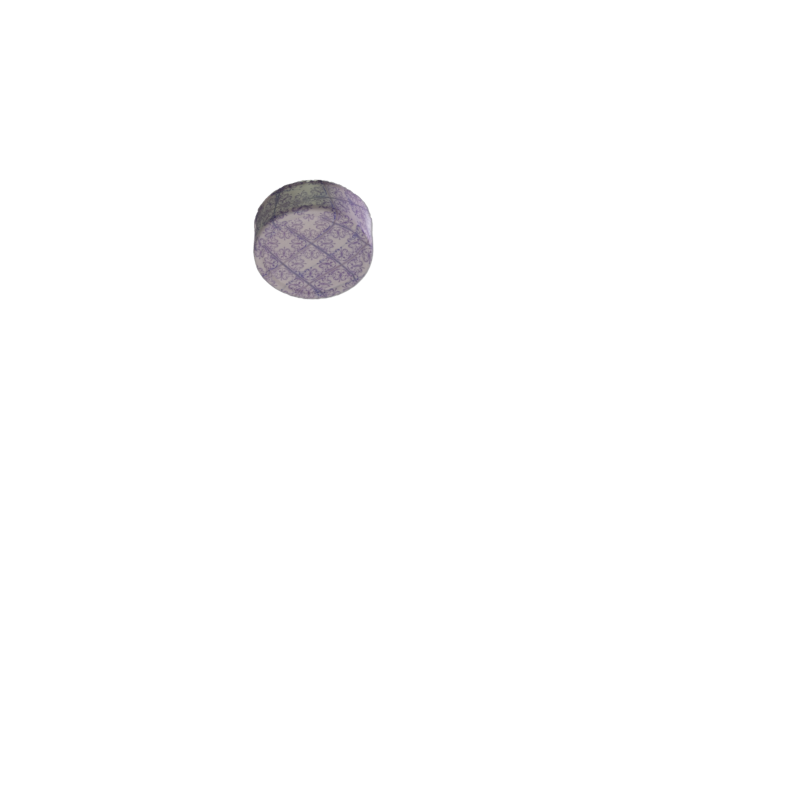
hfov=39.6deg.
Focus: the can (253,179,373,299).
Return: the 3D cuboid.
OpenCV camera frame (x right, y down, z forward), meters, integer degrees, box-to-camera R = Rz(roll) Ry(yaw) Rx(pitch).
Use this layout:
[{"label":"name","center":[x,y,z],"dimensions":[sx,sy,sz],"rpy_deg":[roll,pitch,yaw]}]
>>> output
[{"label":"can","center":[-0.062,-0.112,0.787],"dimensions":[0.086,0.080,0.036],"rpy_deg":[1,43,-1]}]
